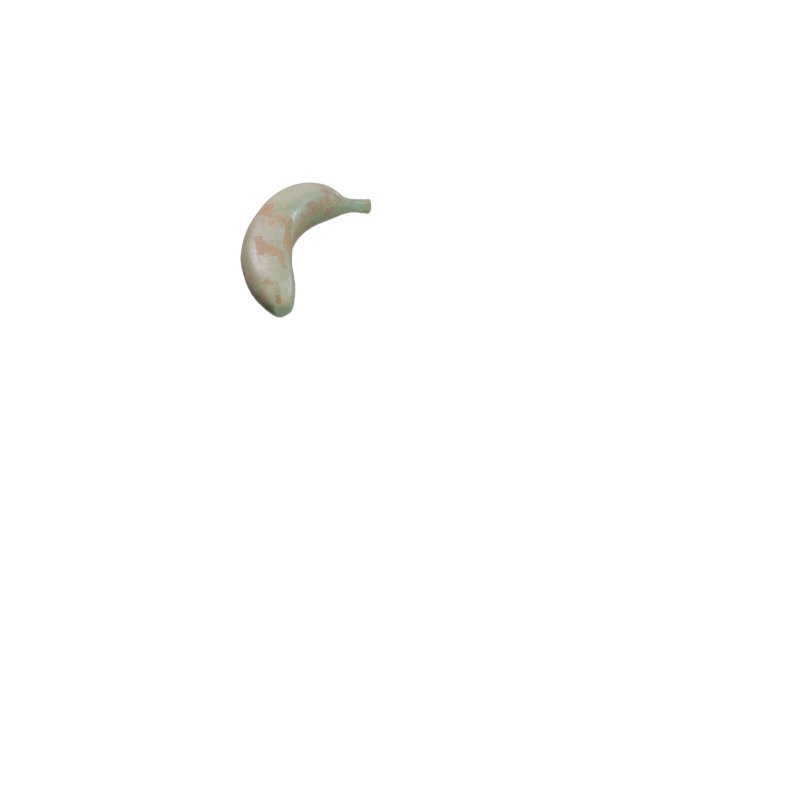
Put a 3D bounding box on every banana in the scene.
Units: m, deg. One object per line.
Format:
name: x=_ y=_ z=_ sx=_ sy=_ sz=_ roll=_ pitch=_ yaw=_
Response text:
banana: x=-0.081 y=-0.123 z=0.829 sx=0.071 sy=0.034 sz=0.205 roll=9 pitch=34 yaw=13
